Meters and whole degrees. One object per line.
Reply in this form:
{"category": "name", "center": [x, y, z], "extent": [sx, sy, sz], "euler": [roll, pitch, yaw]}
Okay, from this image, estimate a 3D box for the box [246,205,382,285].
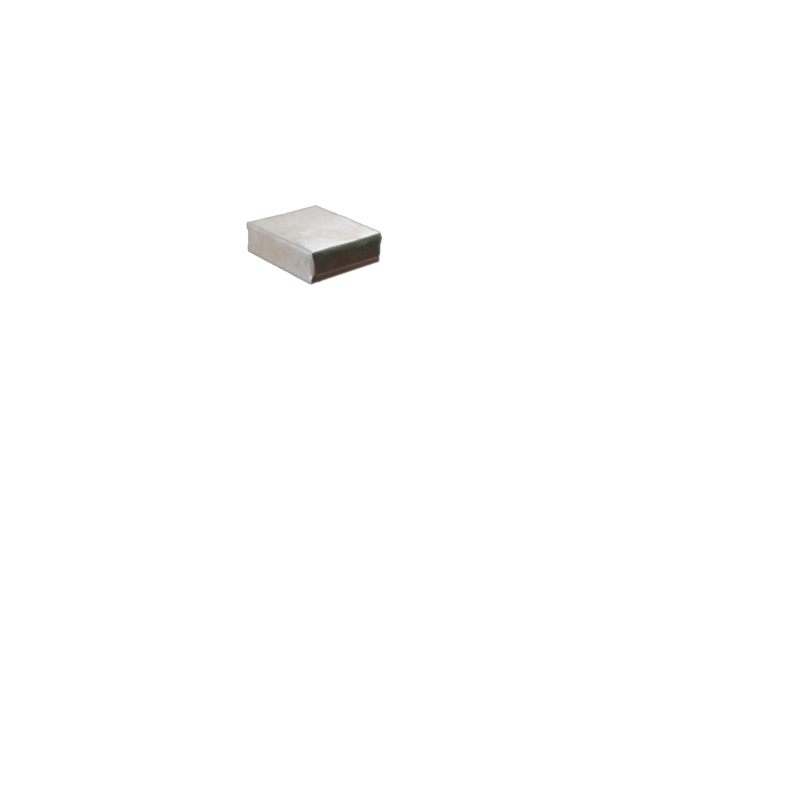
{"category": "box", "center": [-0.071, -0.129, 0.904], "extent": [0.072, 0.029, 0.095], "euler": [-20, 34, -35]}
